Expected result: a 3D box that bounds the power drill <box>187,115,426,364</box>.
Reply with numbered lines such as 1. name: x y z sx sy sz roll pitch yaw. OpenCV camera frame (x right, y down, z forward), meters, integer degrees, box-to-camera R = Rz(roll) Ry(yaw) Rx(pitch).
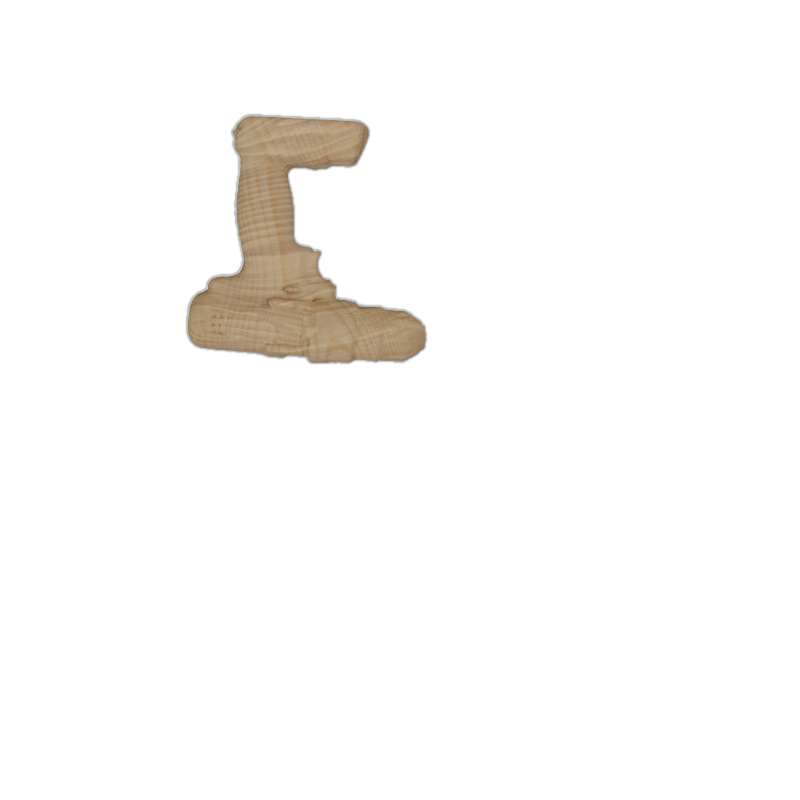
1. power drill: -0.067 -0.123 0.861 0.184 0.191 0.056 4 -6 0
